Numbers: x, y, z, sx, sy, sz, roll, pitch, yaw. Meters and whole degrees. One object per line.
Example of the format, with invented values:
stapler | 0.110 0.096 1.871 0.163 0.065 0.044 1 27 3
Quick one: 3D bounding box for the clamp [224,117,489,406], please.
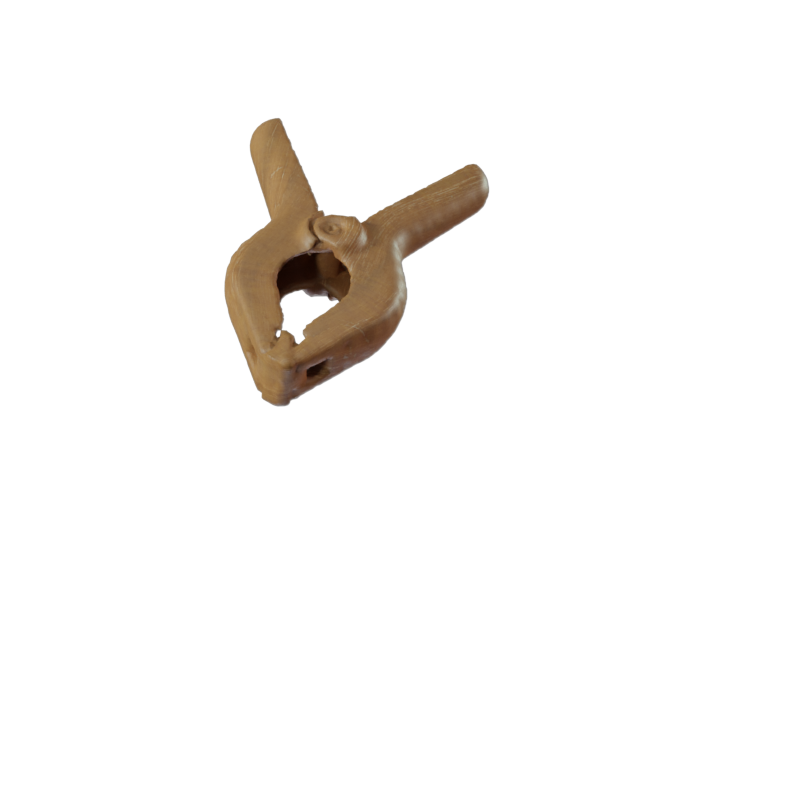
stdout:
clamp | -0.040 -0.072 0.505 0.124 0.037 0.178 15 44 16
